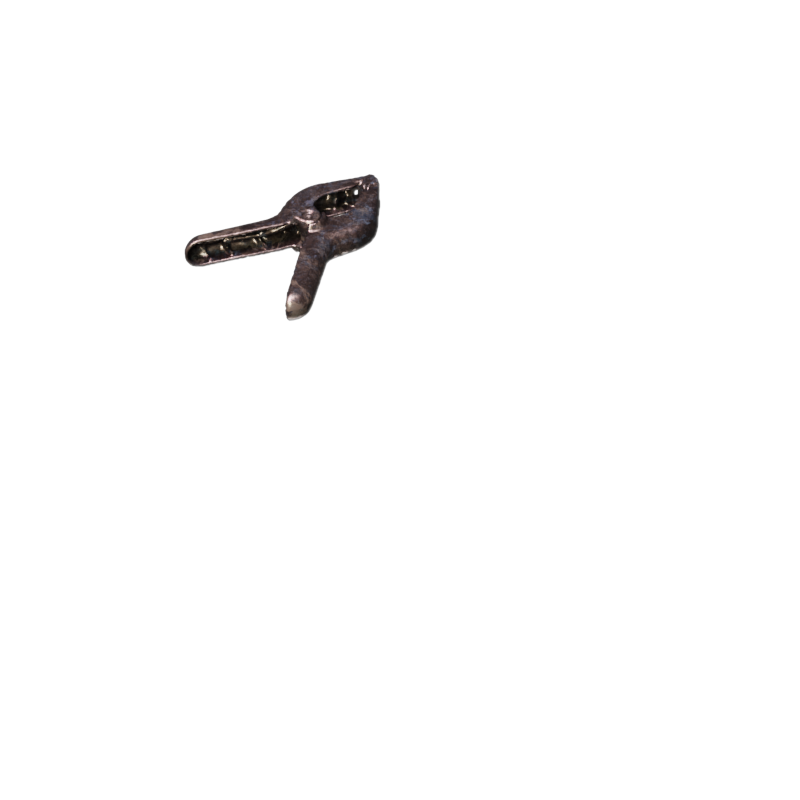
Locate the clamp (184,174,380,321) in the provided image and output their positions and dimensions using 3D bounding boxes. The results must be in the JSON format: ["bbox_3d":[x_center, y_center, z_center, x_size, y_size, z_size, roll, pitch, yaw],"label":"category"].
[{"bbox_3d":[-0.067,-0.123,0.862,0.172,0.036,0.129,-33,55,-27],"label":"clamp"}]
